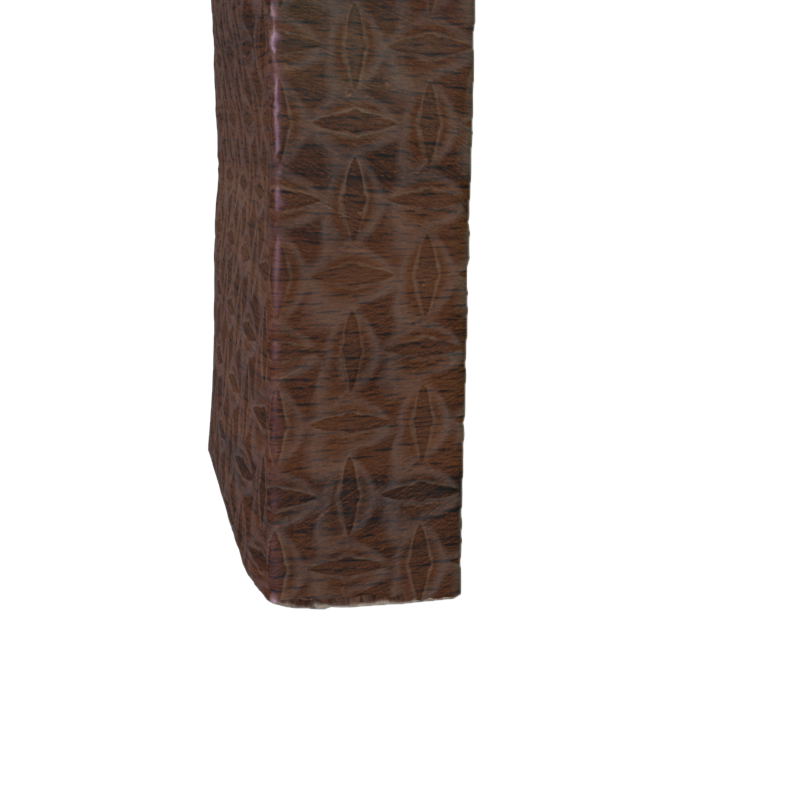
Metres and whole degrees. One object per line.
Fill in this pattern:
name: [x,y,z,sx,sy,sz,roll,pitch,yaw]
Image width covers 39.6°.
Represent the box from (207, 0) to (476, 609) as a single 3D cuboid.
box: [-0.032,-0.058,0.409,0.071,0.210,0.171,-2,10,-15]
